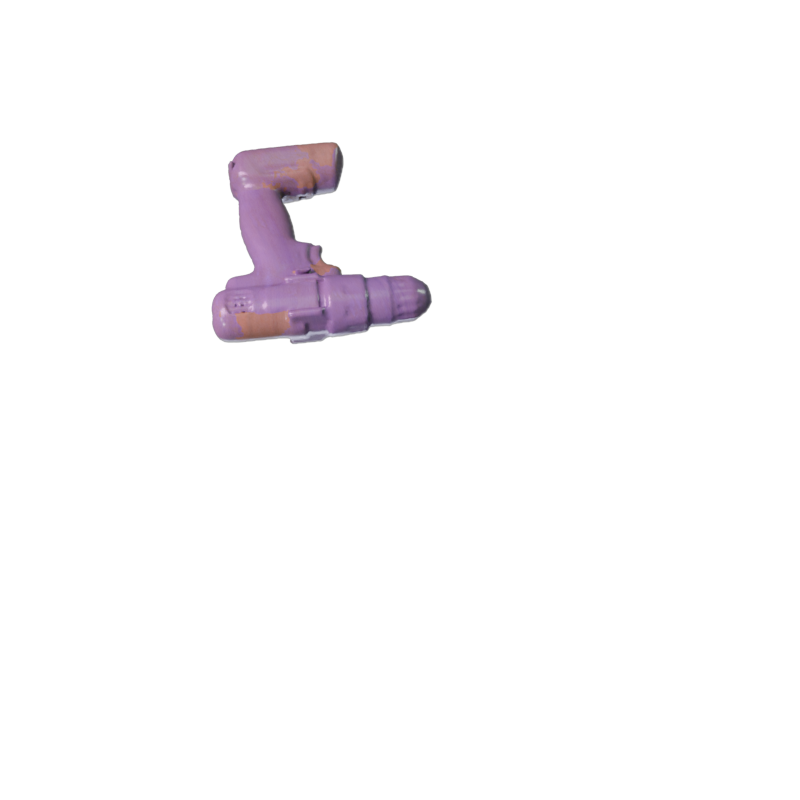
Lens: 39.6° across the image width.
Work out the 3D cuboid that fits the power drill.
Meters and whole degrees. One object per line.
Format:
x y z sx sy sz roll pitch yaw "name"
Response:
-0.076 -0.138 0.968 0.183 0.202 0.054 -6 -34 -4 "power drill"
